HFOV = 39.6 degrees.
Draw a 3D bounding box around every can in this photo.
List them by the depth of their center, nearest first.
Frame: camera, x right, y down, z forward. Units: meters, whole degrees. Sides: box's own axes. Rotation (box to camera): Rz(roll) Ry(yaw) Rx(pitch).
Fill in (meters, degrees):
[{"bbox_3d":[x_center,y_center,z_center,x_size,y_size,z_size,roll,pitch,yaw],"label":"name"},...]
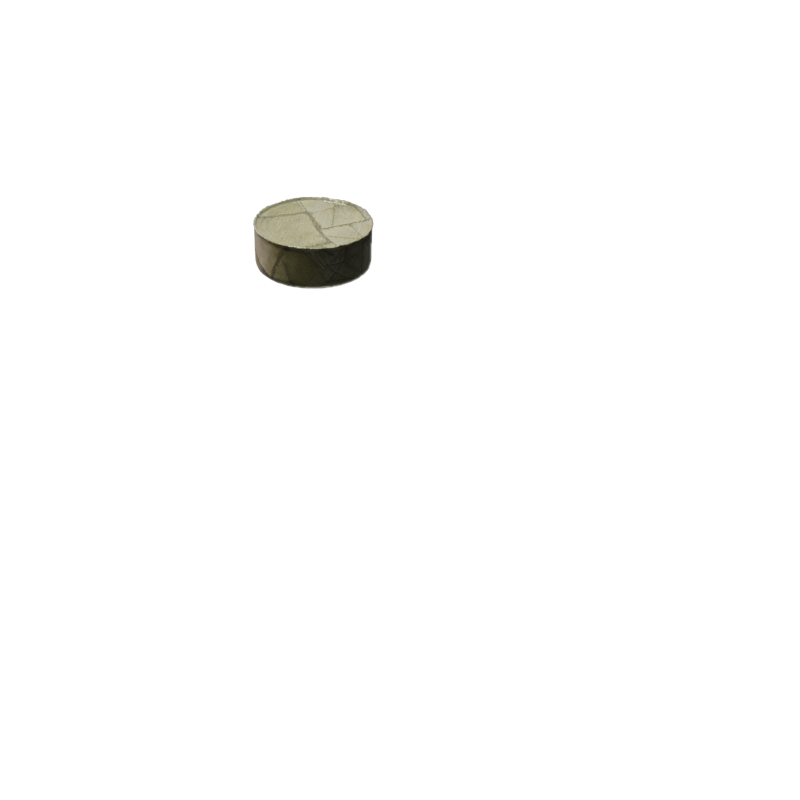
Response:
[{"bbox_3d":[-0.062,-0.114,0.798,0.086,0.032,0.091,-1,32,-2],"label":"can"}]
